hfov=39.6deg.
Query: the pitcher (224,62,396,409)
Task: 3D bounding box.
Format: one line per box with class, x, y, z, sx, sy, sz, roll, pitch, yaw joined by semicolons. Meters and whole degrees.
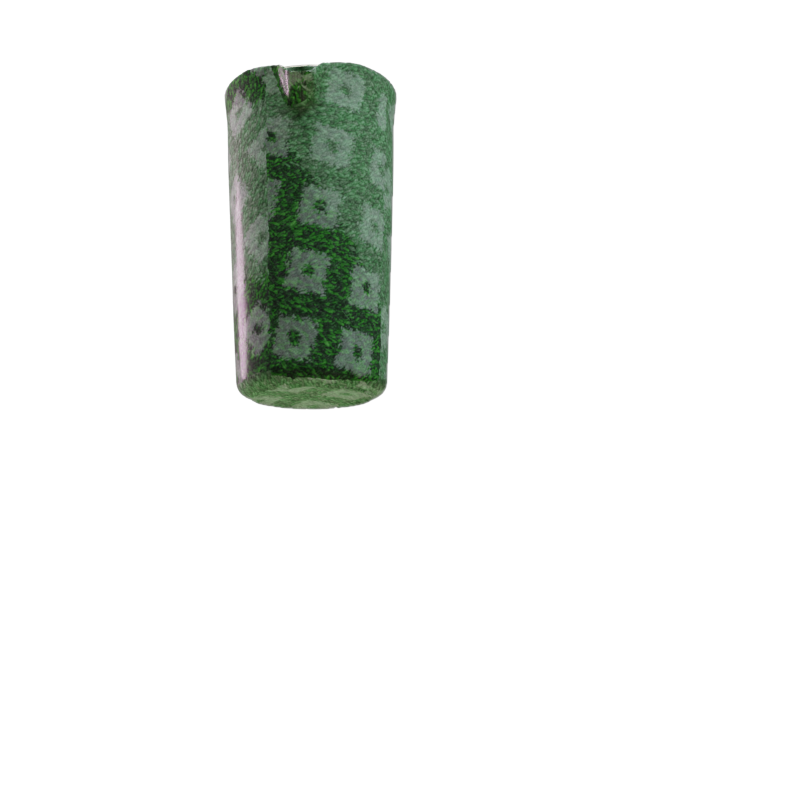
pitcher;-0.065;-0.119;0.836;0.141;0.253;0.147;14;-22;-41
